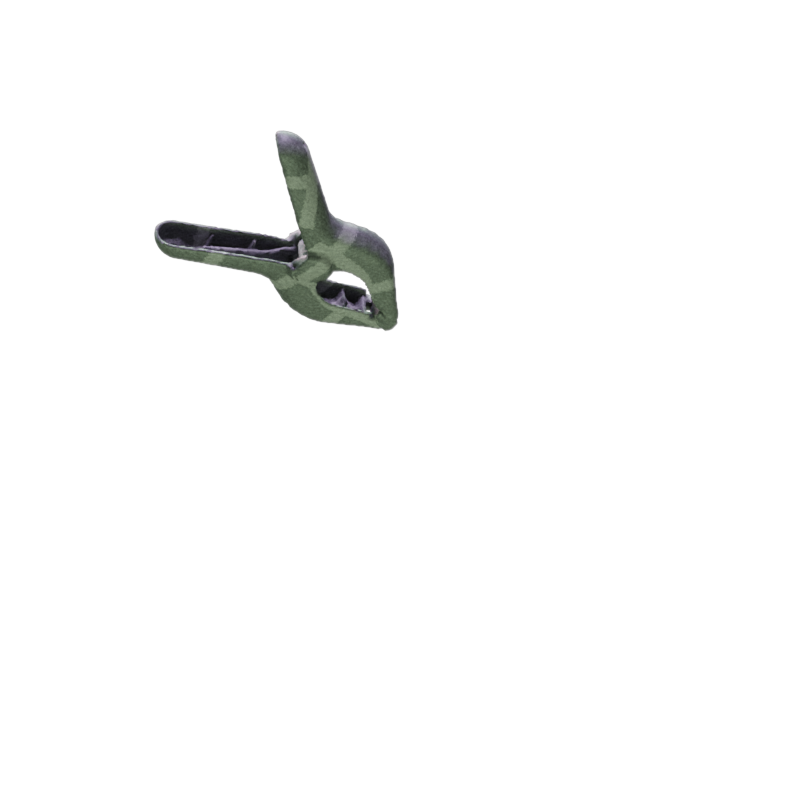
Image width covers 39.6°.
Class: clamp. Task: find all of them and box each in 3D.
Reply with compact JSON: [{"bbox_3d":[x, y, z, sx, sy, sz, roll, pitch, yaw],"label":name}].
[{"bbox_3d":[-0.055,-0.100,0.702,0.162,0.042,0.119,24,-42,-31],"label":"clamp"}]
